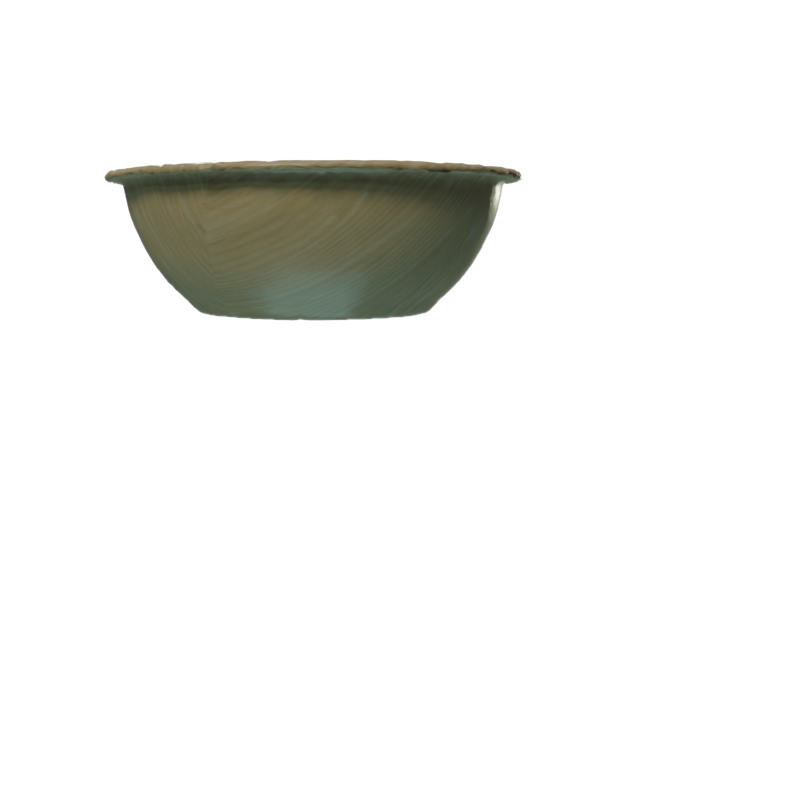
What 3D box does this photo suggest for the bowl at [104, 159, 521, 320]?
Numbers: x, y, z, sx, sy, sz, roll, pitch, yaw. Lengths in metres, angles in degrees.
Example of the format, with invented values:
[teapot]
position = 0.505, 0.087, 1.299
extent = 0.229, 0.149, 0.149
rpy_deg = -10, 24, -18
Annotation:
[bowl]
position = -0.034, -0.062, 0.436
extent = 0.162, 0.054, 0.164
rpy_deg = 0, 8, -2
